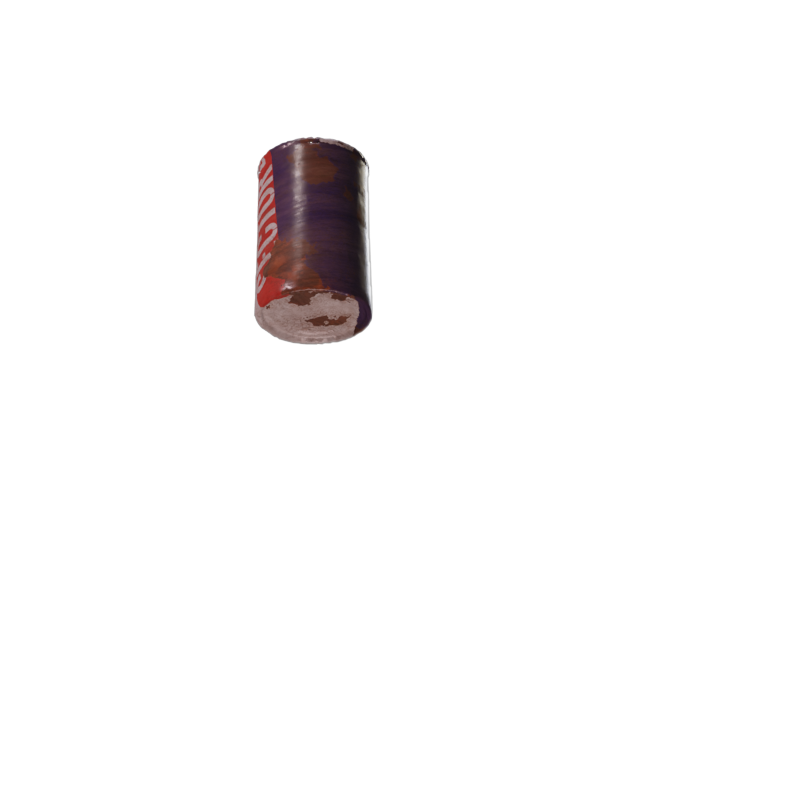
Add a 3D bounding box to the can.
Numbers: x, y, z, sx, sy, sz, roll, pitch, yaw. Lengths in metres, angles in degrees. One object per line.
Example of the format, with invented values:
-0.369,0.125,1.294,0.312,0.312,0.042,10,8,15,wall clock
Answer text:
-0.050,-0.092,0.645,0.068,0.109,0.064,0,-29,-2,can
